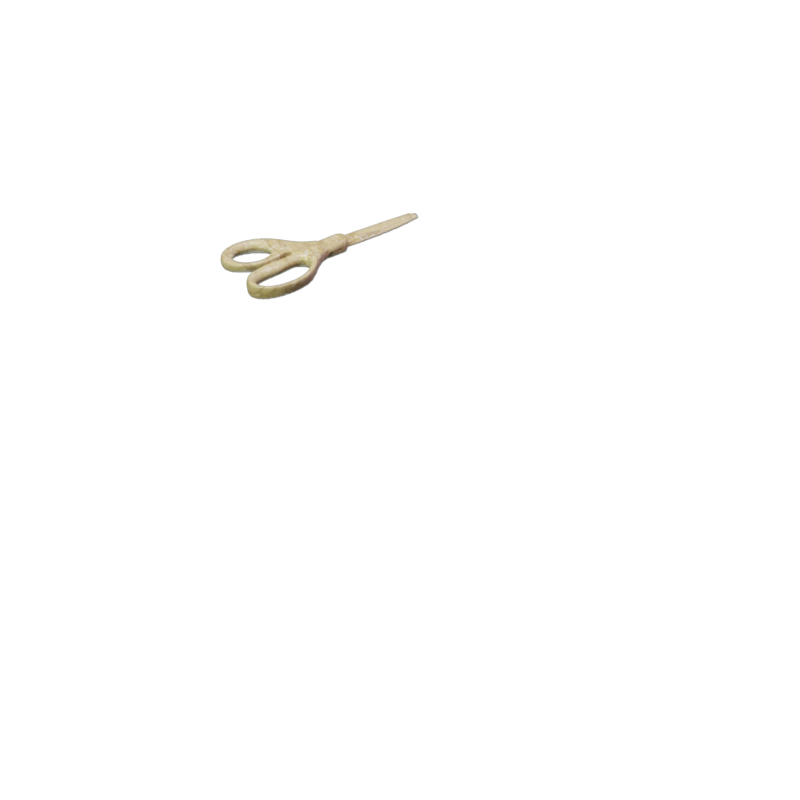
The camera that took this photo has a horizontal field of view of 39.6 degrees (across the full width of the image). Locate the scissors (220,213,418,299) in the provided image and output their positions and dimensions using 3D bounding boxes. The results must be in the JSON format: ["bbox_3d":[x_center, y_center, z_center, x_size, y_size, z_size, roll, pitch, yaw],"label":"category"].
[{"bbox_3d":[-0.077,-0.141,0.985,0.101,0.015,0.204,20,38,27],"label":"scissors"}]
